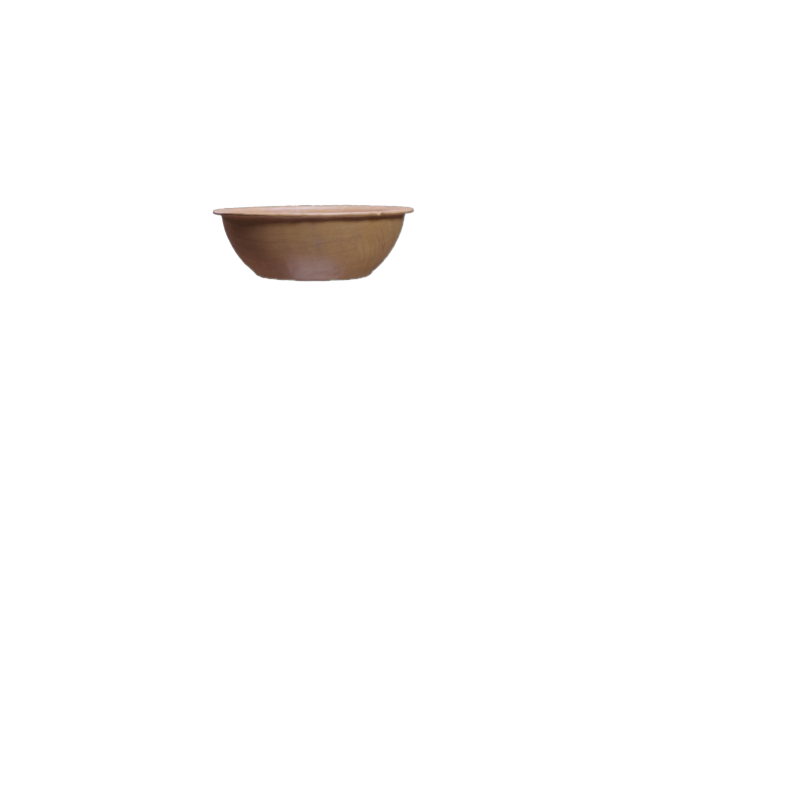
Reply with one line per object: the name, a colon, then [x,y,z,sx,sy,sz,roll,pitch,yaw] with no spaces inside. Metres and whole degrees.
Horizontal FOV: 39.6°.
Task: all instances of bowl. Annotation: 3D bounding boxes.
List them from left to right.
bowl: [-0.070,-0.127,0.890,0.162,0.054,0.165,0,11,-2]
